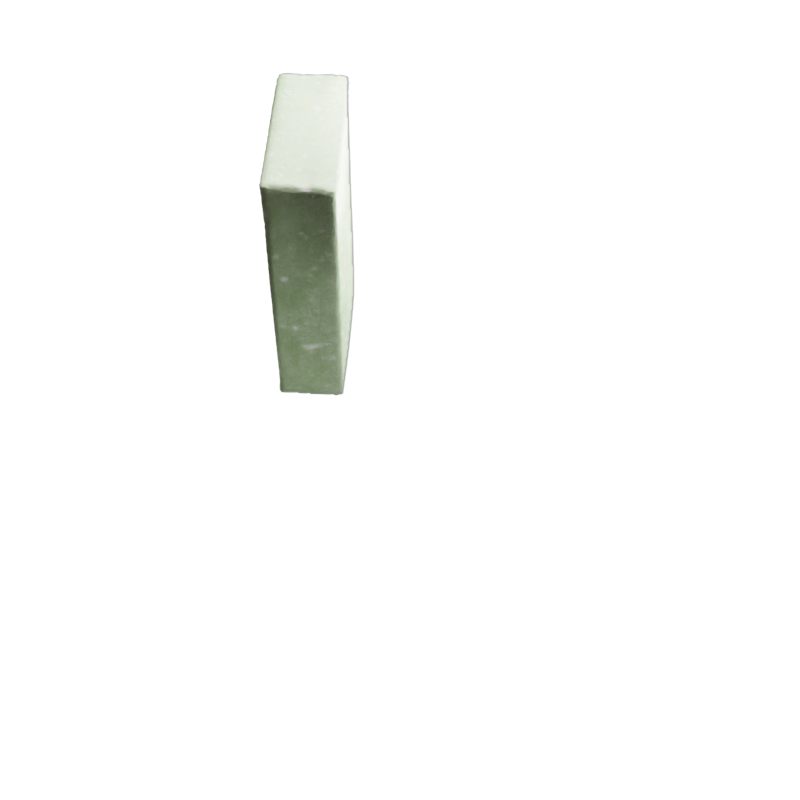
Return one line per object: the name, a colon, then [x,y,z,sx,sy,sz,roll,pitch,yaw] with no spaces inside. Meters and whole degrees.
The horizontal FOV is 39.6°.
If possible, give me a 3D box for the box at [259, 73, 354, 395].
box: [-0.050,-0.091,0.639,0.048,0.100,0.164,4,-38,-1]
